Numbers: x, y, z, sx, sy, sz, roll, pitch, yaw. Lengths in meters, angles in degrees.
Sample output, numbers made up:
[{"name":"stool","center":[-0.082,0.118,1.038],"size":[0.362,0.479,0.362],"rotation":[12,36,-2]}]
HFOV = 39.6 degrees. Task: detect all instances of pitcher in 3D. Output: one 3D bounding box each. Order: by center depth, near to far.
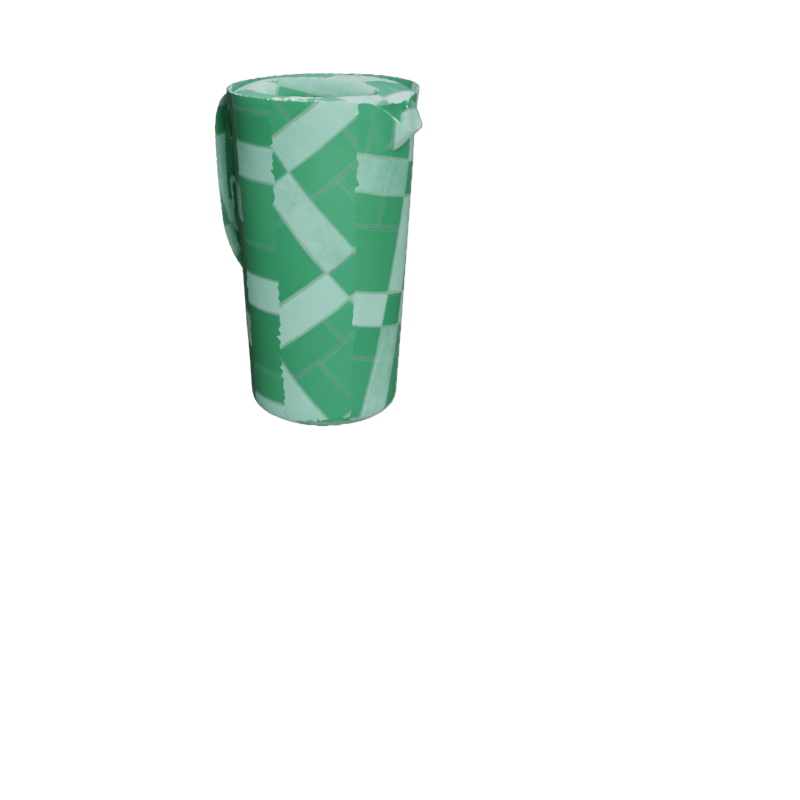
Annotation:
[{"name":"pitcher","center":[-0.063,-0.115,0.802],"size":[0.144,0.233,0.156],"rotation":[0,19,-4]}]
